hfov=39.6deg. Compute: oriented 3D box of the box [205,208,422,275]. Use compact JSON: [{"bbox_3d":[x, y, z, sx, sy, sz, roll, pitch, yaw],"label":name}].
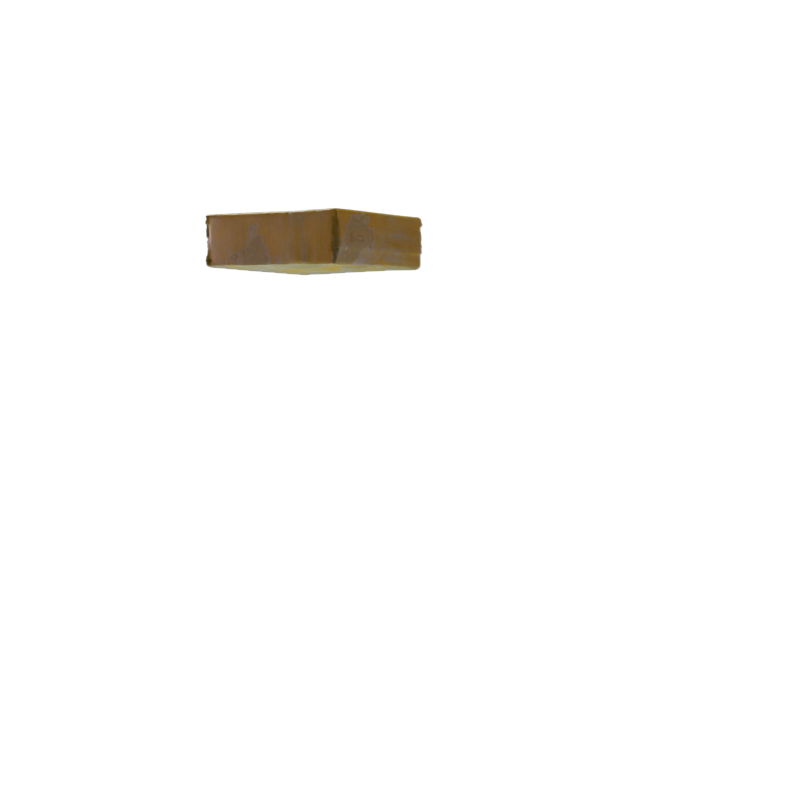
[{"bbox_3d":[-0.056,-0.102,0.717,0.118,0.039,0.086,2,2,38],"label":"box"}]
